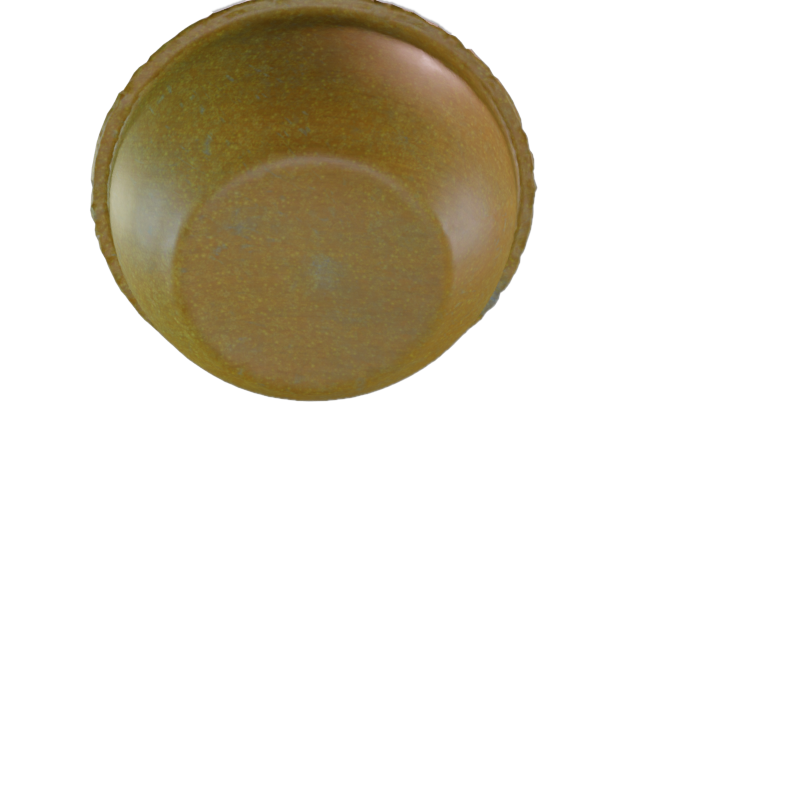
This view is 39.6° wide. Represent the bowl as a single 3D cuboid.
[{"bbox_3d":[-0.030,-0.055,0.382,0.162,0.152,0.059,1,31,-1],"label":"bowl"}]
